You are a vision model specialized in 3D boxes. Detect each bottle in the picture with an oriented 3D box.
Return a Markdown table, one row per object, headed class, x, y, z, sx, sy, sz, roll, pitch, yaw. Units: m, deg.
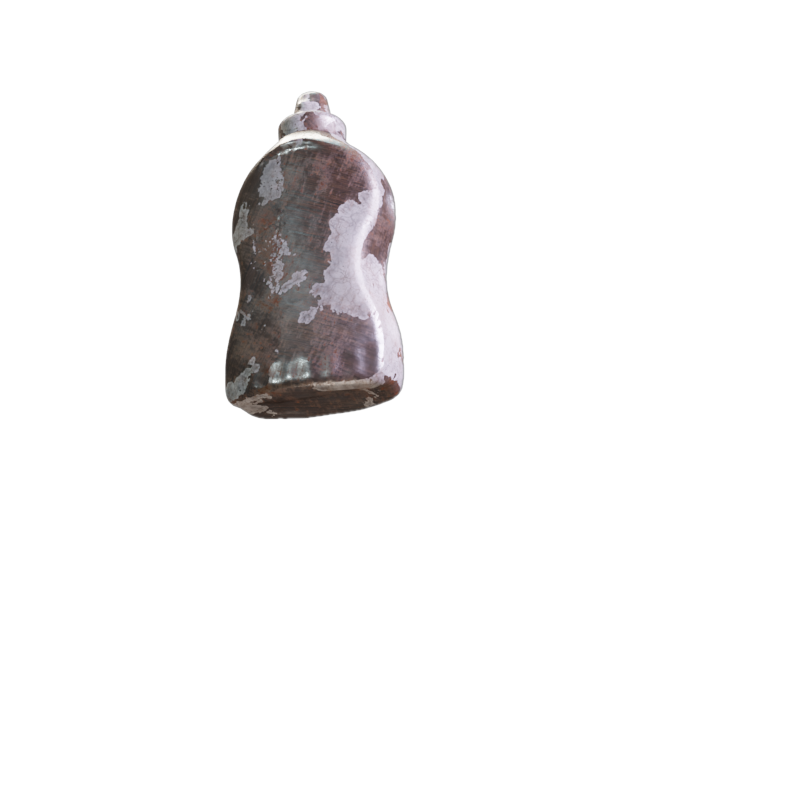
| class | x | y | z | sx | sy | sz | roll | pitch | yaw |
| --- | --- | --- | --- | --- | --- | --- | --- | --- | --- |
| bottle | -0.050 | -0.090 | 0.631 | 0.098 | 0.202 | 0.054 | -12 | -26 | 23 |
